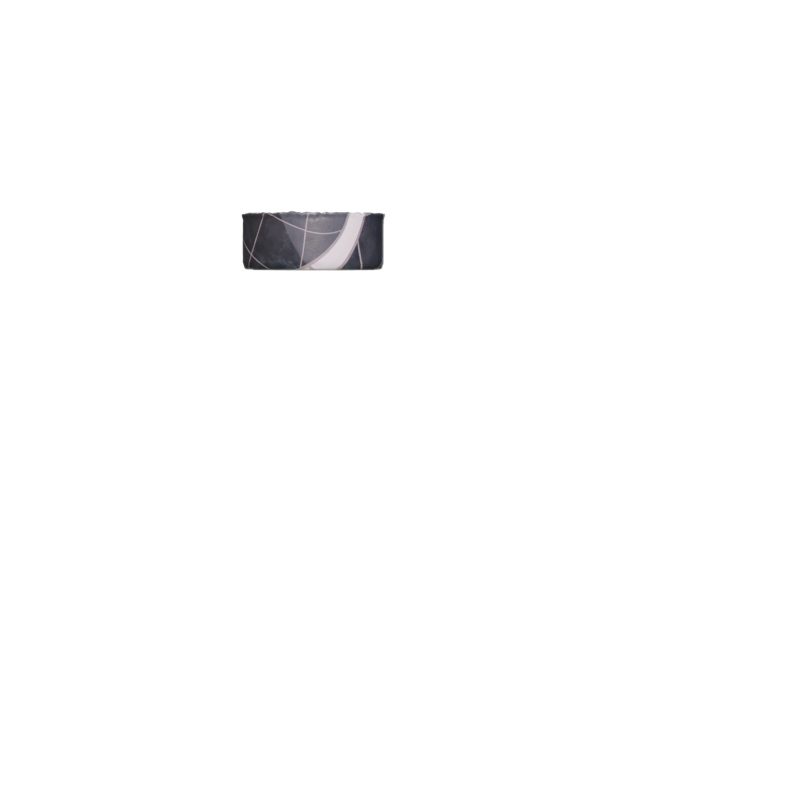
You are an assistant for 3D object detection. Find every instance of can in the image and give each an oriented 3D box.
[{"bbox_3d":[-0.052,-0.095,0.663,0.086,0.033,0.087,0,6,-2],"label":"can"}]
